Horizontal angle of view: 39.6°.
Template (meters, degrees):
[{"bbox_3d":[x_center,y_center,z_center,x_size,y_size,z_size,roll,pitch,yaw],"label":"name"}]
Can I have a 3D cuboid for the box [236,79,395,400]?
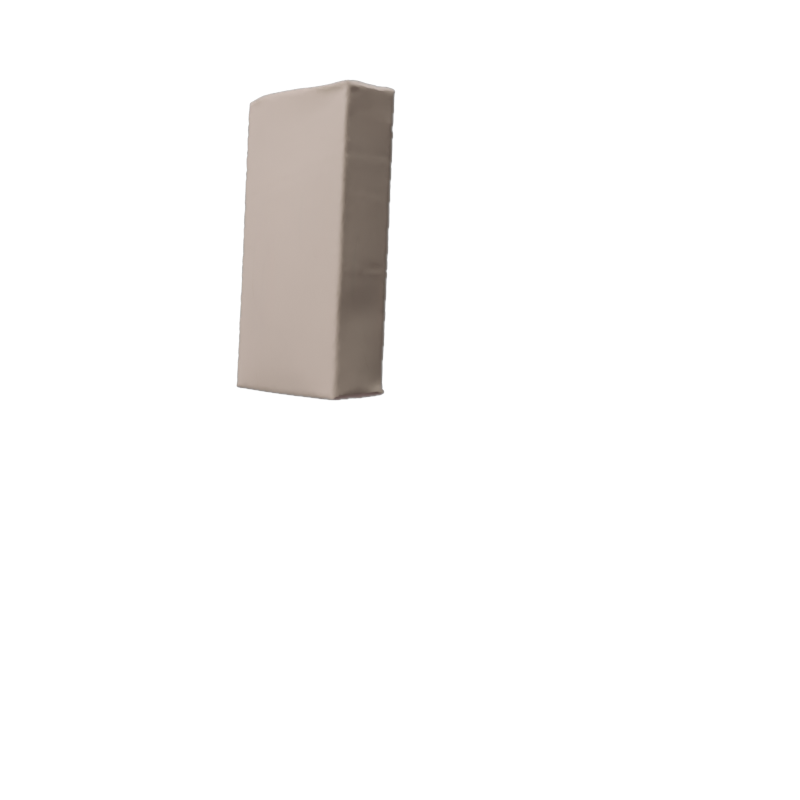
[{"bbox_3d":[-0.051,-0.092,0.645,0.046,0.177,0.097,1,-1,-43],"label":"box"}]
